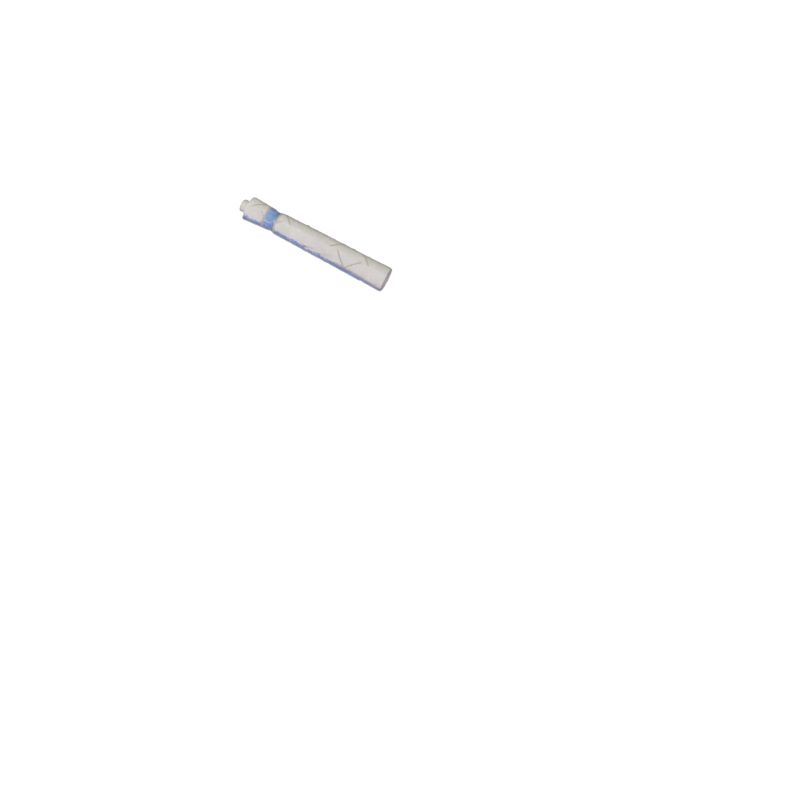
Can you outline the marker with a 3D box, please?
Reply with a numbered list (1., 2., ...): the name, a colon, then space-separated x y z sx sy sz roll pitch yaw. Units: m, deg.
1. marker: -0.063 -0.115 0.805 0.124 0.019 0.019 29 9 11
